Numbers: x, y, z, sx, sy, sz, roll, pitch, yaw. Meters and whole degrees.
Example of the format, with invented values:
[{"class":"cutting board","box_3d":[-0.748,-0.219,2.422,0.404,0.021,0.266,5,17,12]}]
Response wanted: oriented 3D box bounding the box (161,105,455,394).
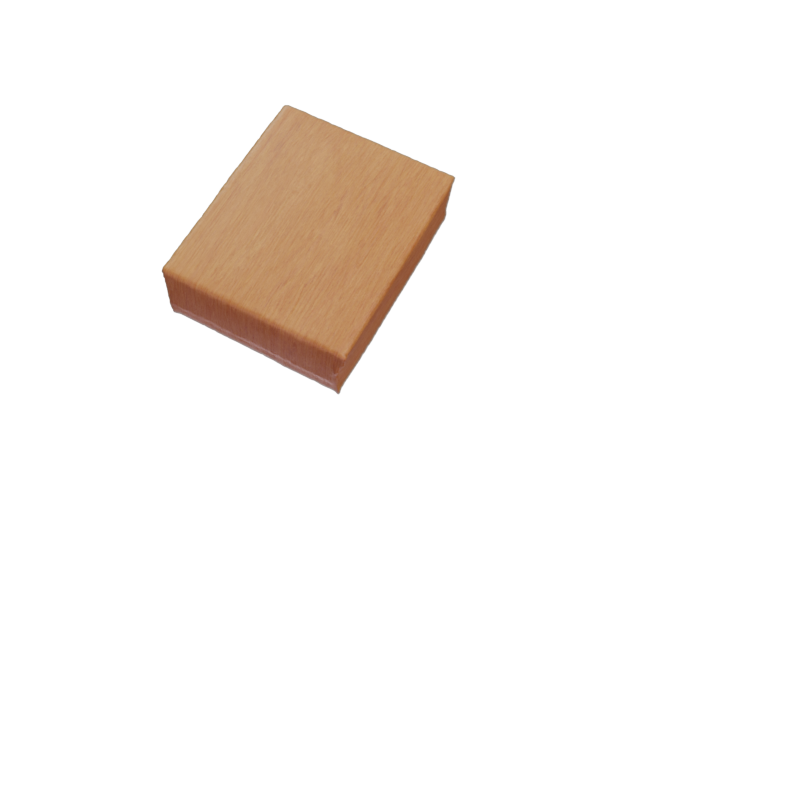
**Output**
[{"class":"box","box_3d":[-0.039,-0.072,0.501,0.093,0.117,0.036,24,-28,13]}]
